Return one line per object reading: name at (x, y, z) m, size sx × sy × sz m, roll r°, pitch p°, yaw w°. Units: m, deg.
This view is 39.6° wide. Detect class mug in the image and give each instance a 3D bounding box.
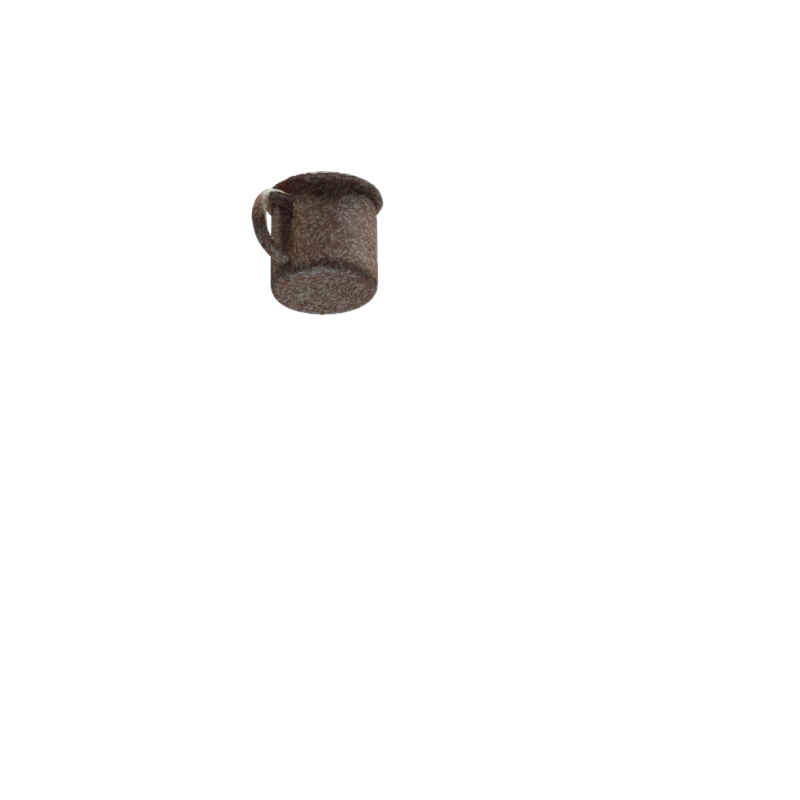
mug at (-0.066, -0.121, 0.845) m, size 0.094 × 0.086 × 0.110 m, roll -21°, pitch -31°, yaw 36°
